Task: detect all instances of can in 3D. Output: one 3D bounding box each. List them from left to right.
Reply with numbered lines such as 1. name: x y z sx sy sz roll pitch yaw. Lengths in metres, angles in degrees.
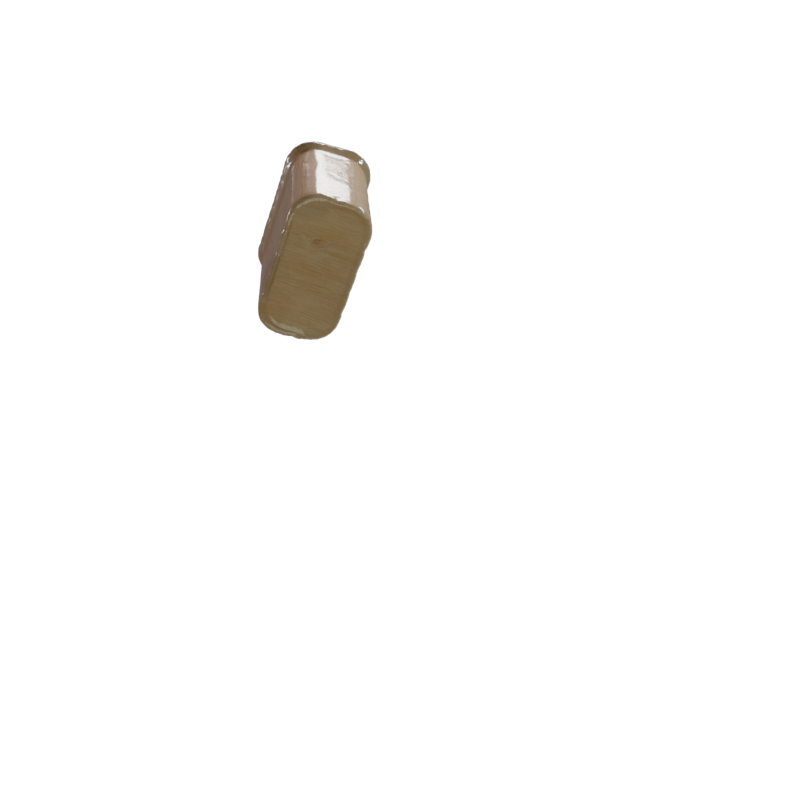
1. can: -0.055 -0.100 0.699 0.056 0.098 0.089 15 28 -12
